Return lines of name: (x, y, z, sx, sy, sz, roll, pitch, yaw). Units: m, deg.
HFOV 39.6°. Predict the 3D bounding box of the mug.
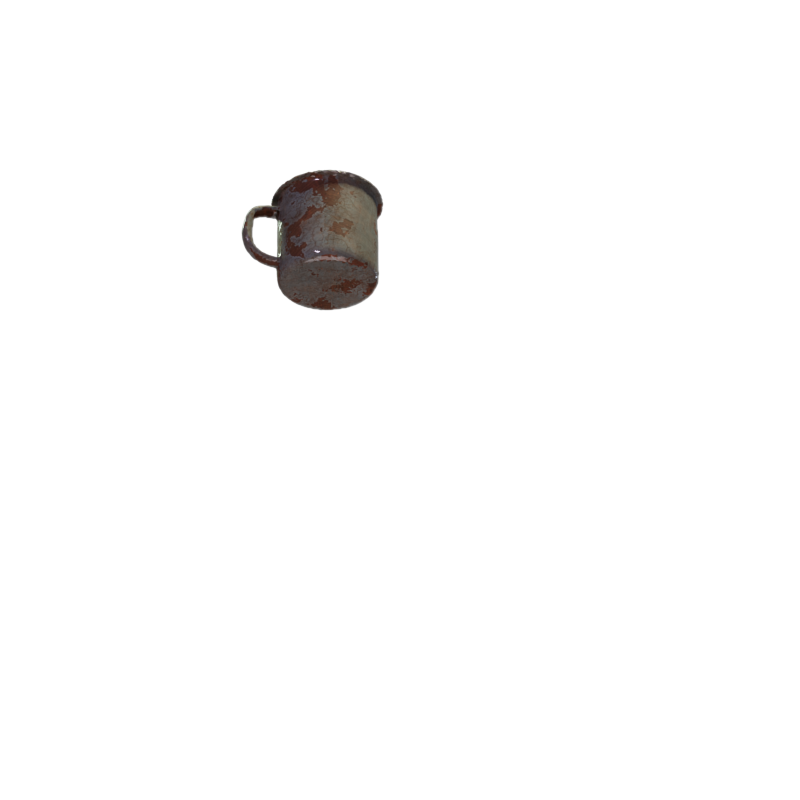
mug: (-0.070, -0.128, 0.897, 0.114, 0.087, 0.089, 8, -33, -15)
